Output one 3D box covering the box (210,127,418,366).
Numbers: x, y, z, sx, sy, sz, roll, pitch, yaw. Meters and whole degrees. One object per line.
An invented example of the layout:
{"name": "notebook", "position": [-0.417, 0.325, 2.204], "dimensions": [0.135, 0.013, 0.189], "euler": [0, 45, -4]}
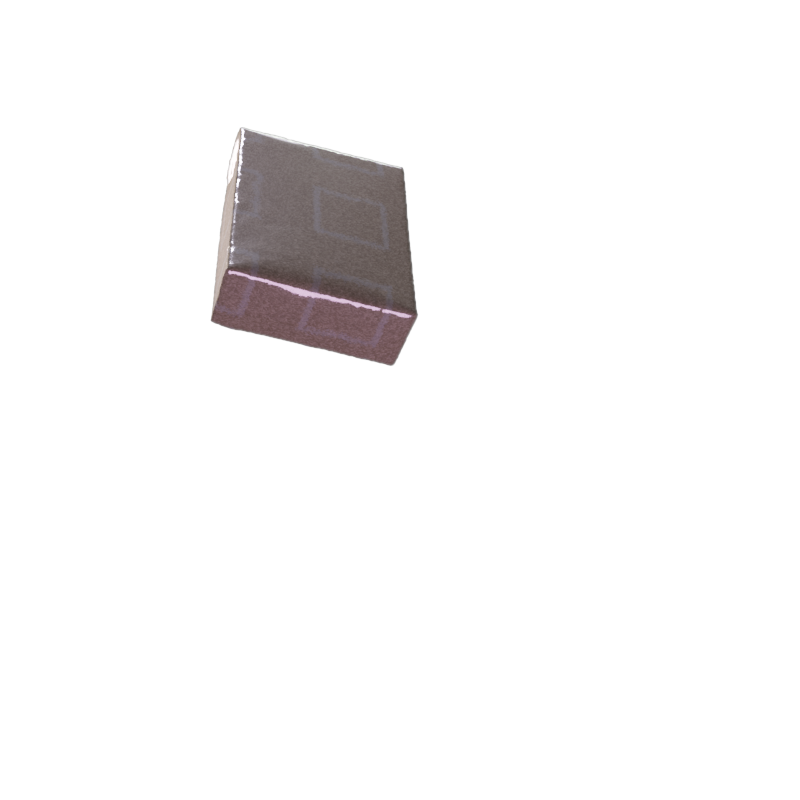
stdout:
{"name": "box", "position": [-0.077, -0.141, 0.985], "dimensions": [0.161, 0.068, 0.229], "euler": [11, 40, -13]}
